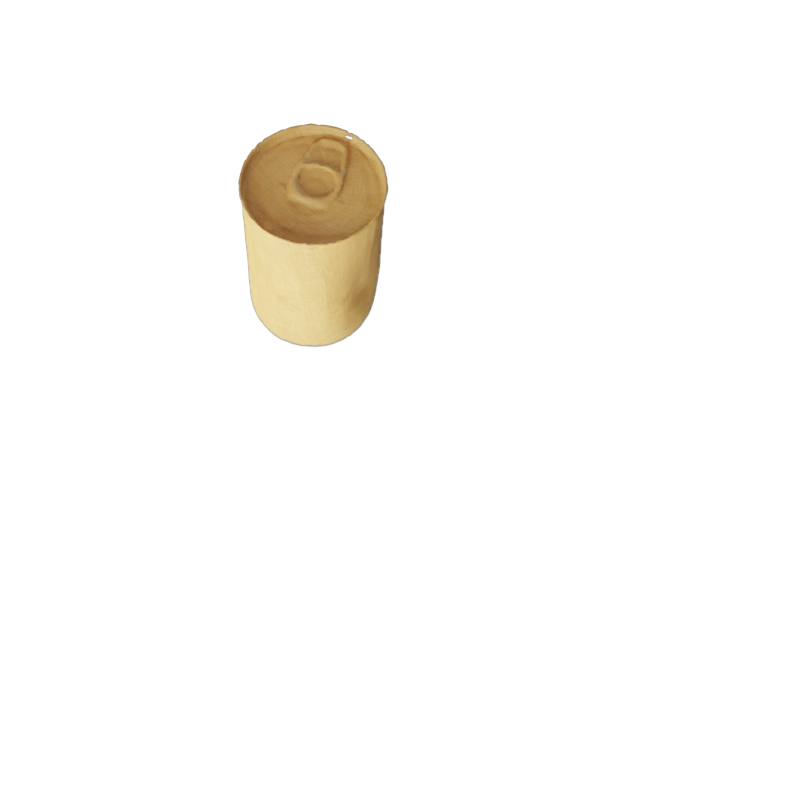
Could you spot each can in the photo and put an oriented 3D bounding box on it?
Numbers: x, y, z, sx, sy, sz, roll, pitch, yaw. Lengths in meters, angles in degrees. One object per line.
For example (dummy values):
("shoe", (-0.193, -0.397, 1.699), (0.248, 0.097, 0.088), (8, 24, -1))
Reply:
("can", (-0.043, -0.078, 0.544), (0.068, 0.073, 0.096), (0, -27, -3))
